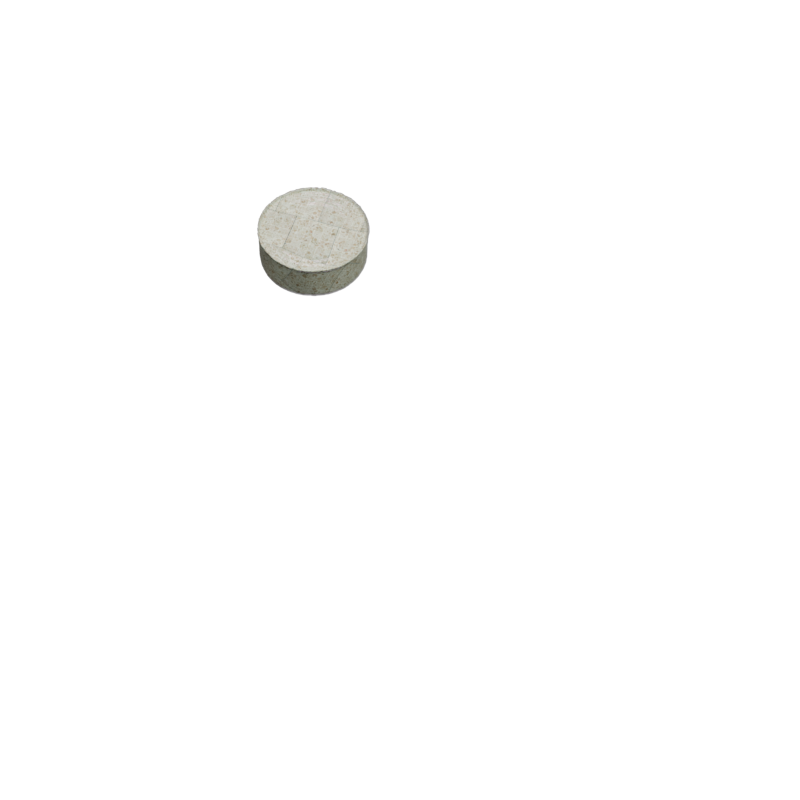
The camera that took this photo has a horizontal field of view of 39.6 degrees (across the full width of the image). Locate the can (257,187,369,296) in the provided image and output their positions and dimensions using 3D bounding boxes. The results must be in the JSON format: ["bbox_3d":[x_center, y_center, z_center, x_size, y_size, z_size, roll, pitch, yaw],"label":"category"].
[{"bbox_3d":[-0.067,-0.122,0.857,0.086,0.092,0.031,-1,-38,-1],"label":"can"}]
